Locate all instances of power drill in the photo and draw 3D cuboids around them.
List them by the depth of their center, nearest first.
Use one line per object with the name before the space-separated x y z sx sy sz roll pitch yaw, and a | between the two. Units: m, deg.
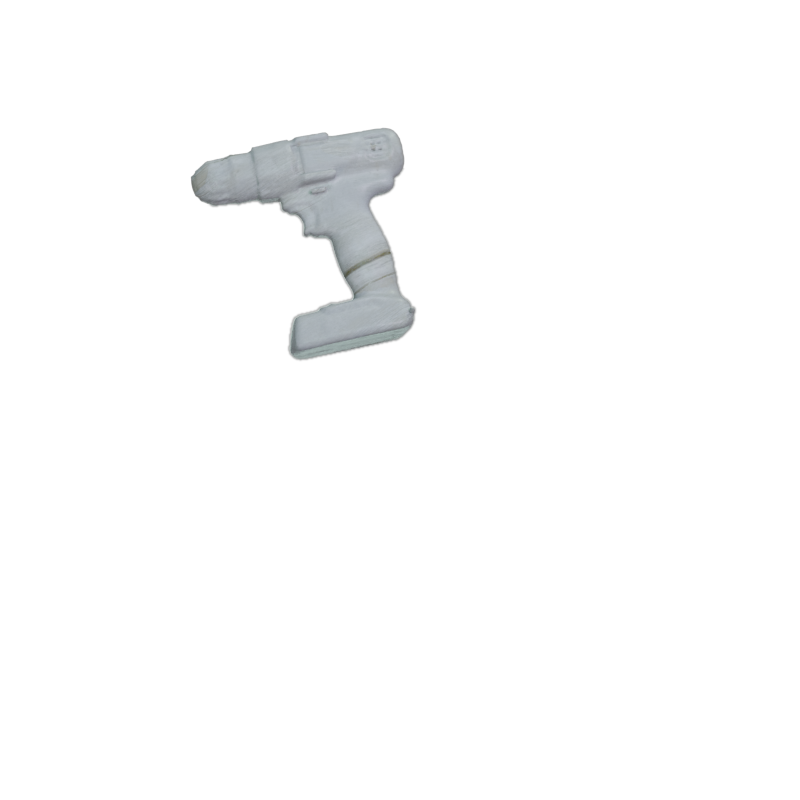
power drill | -0.073 -0.133 0.935 0.184 0.195 0.055 -12 -14 -3
